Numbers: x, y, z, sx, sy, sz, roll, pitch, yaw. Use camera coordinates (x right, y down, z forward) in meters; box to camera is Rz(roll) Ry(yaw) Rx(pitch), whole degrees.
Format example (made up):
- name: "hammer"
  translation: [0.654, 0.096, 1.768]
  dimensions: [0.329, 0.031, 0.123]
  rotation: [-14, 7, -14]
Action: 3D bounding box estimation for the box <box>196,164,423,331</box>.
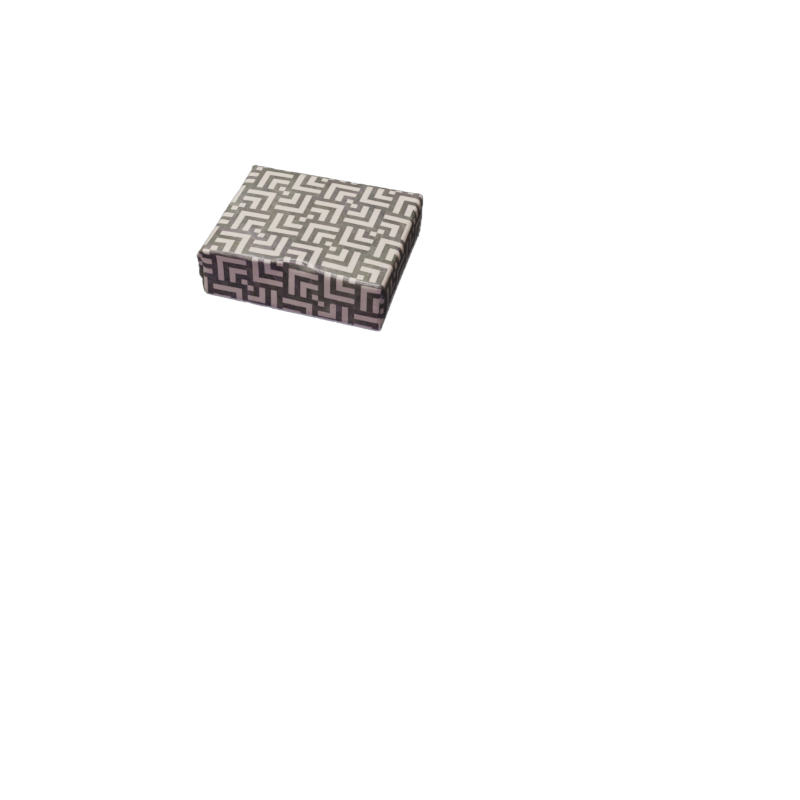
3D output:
- name: "box"
  translation: [-0.041, -0.075, 0.523]
  dimensions: [0.091, 0.028, 0.077]
  rotation: [12, 44, 12]
